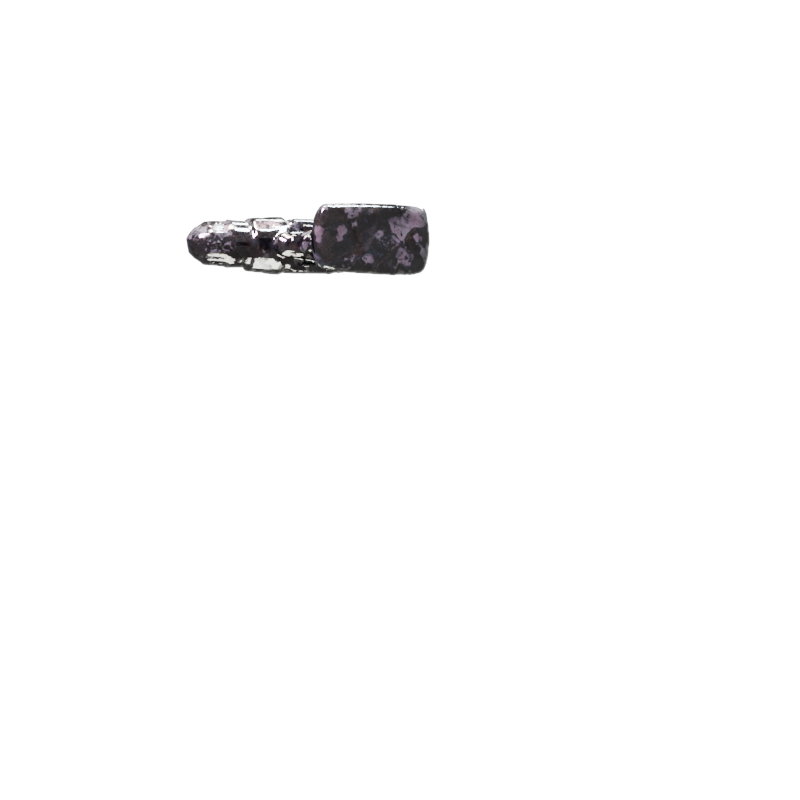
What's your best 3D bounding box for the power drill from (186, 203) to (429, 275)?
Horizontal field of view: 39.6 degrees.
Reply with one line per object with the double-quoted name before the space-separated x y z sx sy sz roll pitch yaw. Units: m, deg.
"power drill" -0.075 -0.137 0.962 0.179 0.057 0.194 -3 7 -25
